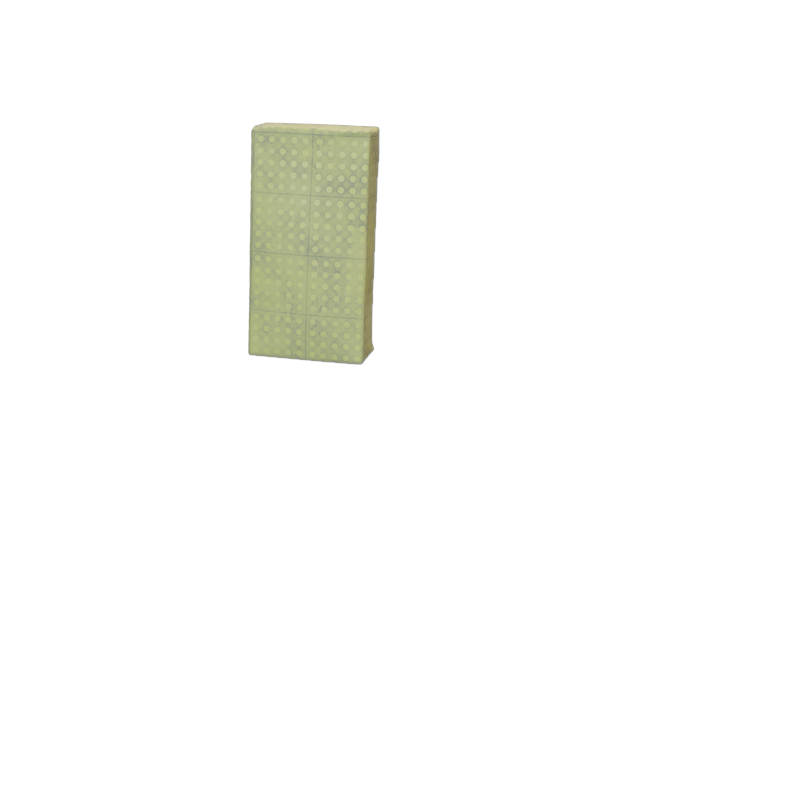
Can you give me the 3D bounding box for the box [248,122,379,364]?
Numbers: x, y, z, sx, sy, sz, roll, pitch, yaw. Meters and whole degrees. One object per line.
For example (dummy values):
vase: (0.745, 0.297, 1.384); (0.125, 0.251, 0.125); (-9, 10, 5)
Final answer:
box: (-0.066, -0.120, 0.838); (0.095, 0.171, 0.048); (4, 13, 13)
